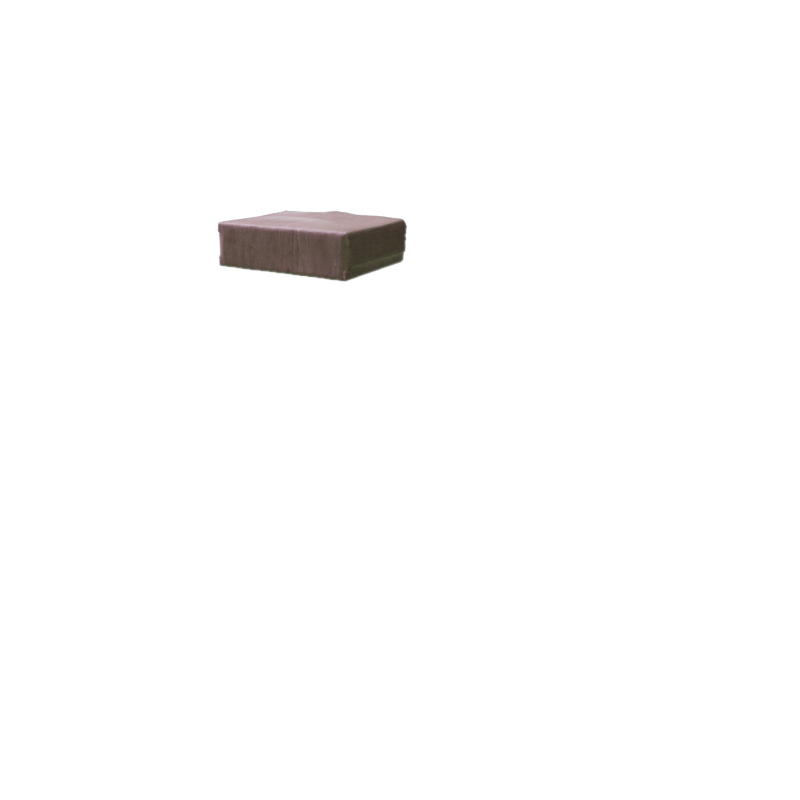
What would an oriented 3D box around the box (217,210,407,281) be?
[{"bbox_3d":[-0.051,-0.094,0.658,0.093,0.029,0.072,9,17,28],"label":"box"}]
